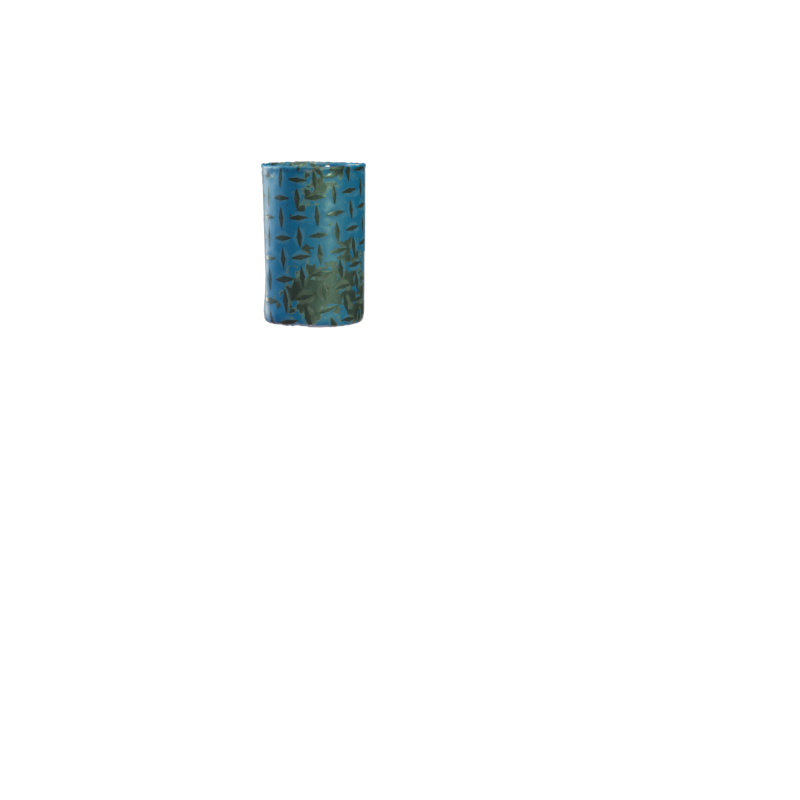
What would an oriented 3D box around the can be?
[{"bbox_3d":[-0.056,-0.103,0.721,0.068,0.100,0.070,0,9,-2],"label":"can"}]
